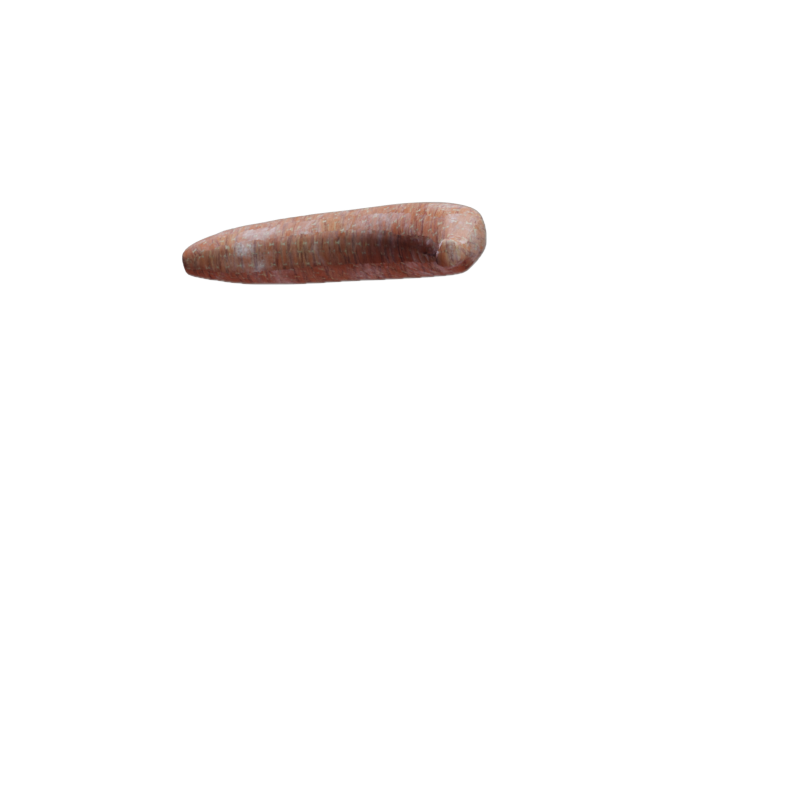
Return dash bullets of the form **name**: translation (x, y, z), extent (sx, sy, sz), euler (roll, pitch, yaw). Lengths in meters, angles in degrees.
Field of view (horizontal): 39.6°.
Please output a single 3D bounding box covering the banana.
- **banana**: translation (-0.026, -0.077, 0.548), extent (0.067, 0.037, 0.205), euler (-1, 3, -44)
